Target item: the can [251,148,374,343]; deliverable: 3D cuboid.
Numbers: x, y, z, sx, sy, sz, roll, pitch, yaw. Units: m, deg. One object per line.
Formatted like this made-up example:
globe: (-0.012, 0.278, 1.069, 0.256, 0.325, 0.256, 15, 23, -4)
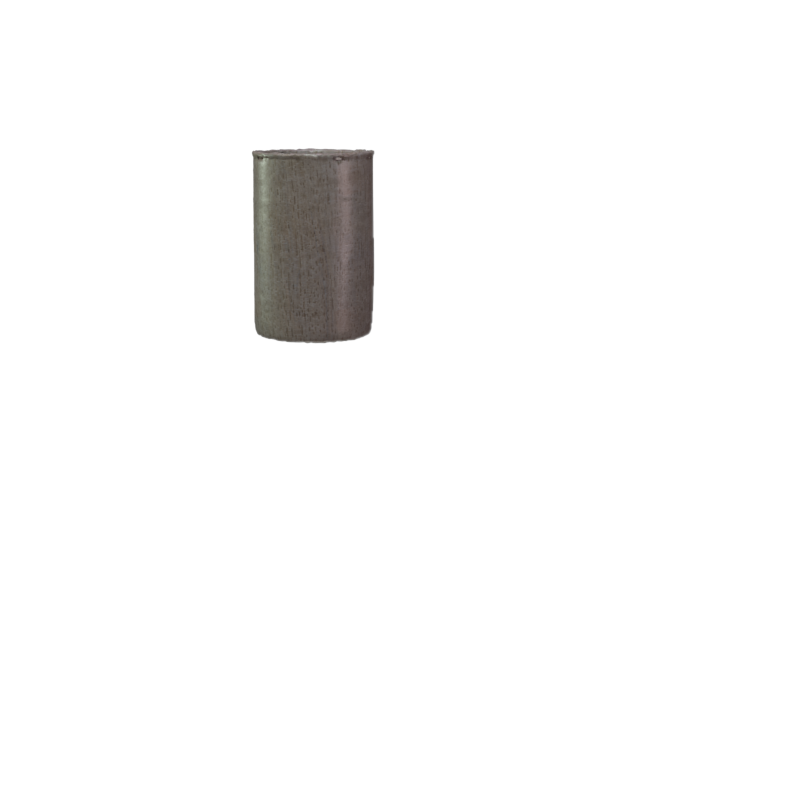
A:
can: (-0.048, -0.088, 0.619, 0.068, 0.100, 0.070, 0, 10, -2)
